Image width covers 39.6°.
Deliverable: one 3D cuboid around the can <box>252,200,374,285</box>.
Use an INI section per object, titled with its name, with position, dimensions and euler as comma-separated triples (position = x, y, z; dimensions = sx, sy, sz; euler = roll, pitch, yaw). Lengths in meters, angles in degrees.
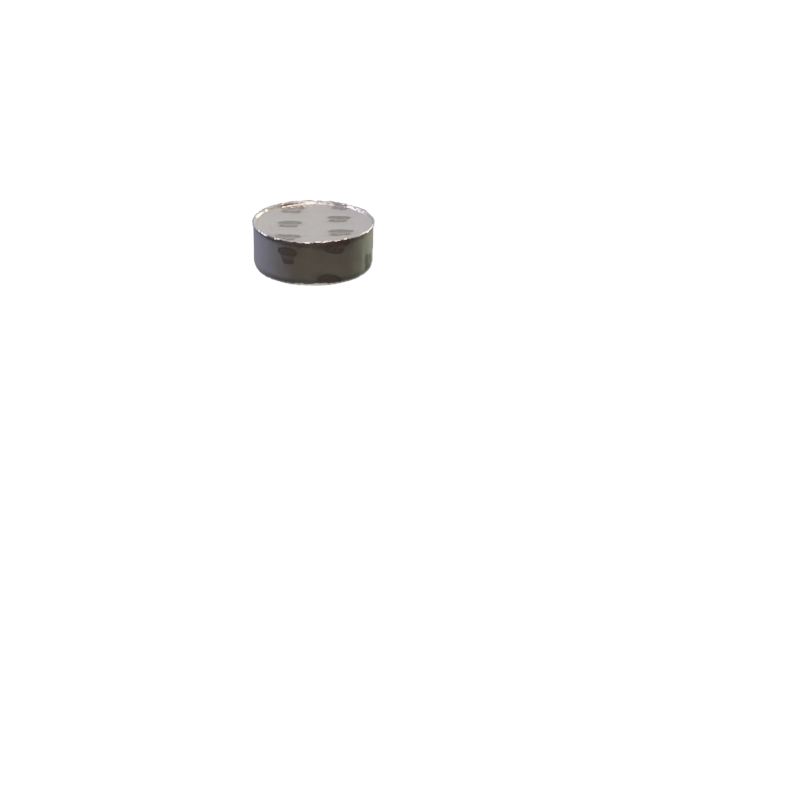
[can]
position = -0.061, -0.112, 0.782
dimensions = 0.086, 0.032, 0.091
euler = -1, 27, -2
